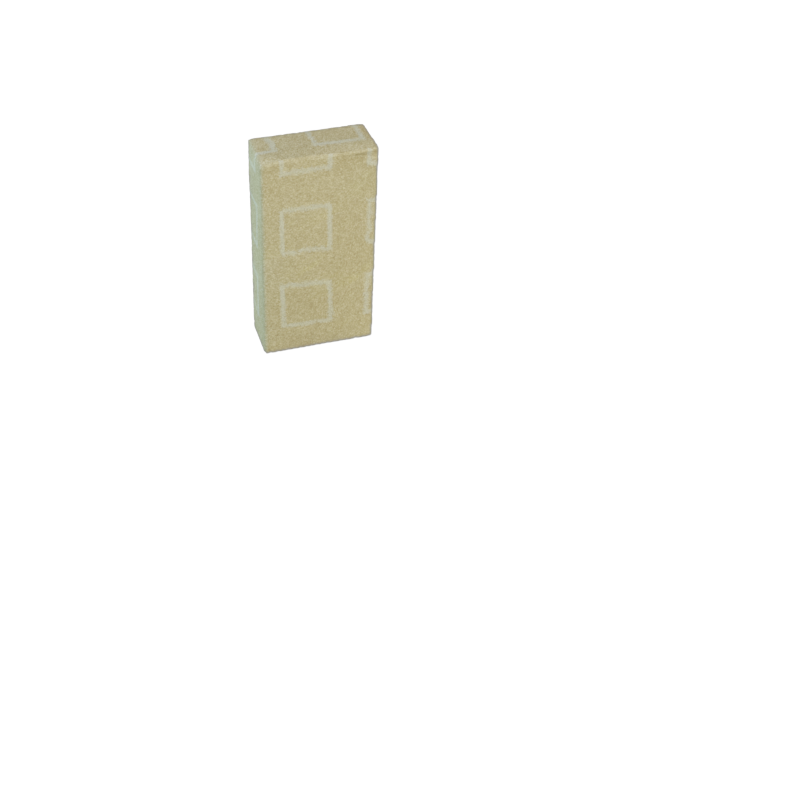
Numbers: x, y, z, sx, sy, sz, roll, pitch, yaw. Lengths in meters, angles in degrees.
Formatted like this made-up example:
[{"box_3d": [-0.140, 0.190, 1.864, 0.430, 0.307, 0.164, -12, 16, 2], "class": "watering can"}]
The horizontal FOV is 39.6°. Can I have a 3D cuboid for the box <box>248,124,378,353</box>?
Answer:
[{"box_3d": [-0.067, -0.123, 0.861, 0.092, 0.165, 0.052, -10, 41, -15], "class": "box"}]
